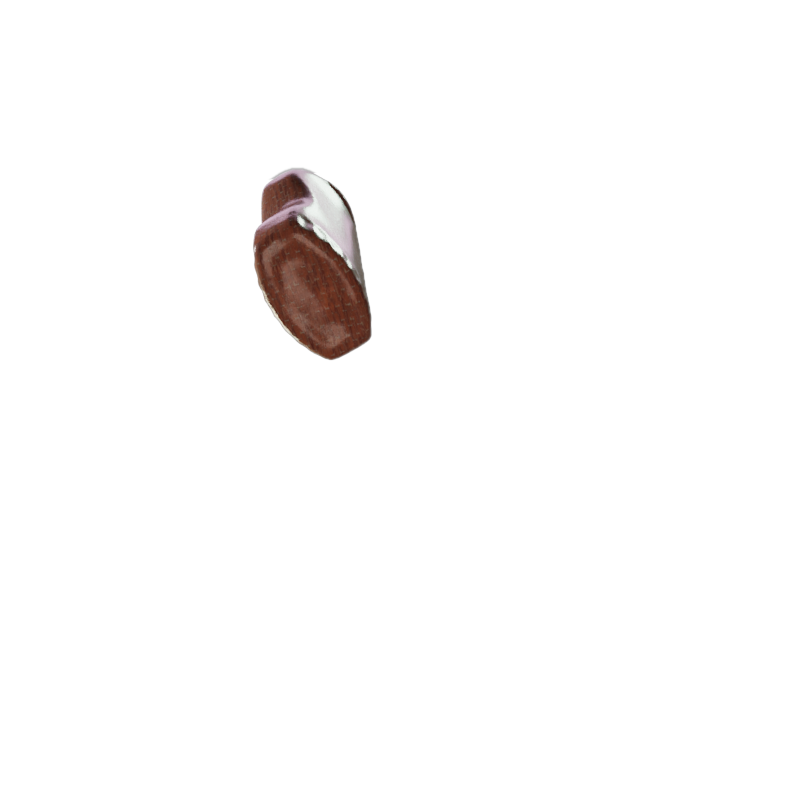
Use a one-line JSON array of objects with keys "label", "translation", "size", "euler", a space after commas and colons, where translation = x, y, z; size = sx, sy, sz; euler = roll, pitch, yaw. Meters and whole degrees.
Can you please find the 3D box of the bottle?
[{"label": "bottle", "translation": [-0.061, -0.109, 0.768], "size": [0.058, 0.091, 0.202], "euler": [-31, 24, 11]}]
